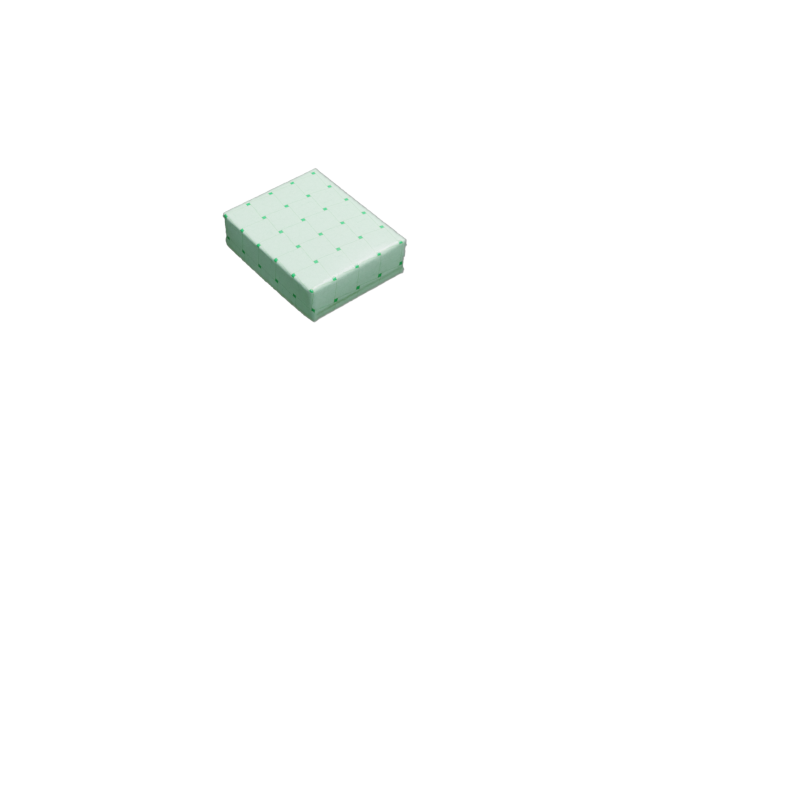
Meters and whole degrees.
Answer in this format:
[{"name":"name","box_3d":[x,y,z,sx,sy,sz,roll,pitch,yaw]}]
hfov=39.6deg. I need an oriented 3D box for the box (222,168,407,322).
[{"name":"box","box_3d":[-0.065,-0.118,0.830,0.090,0.036,0.122,-31,55,-25]}]
